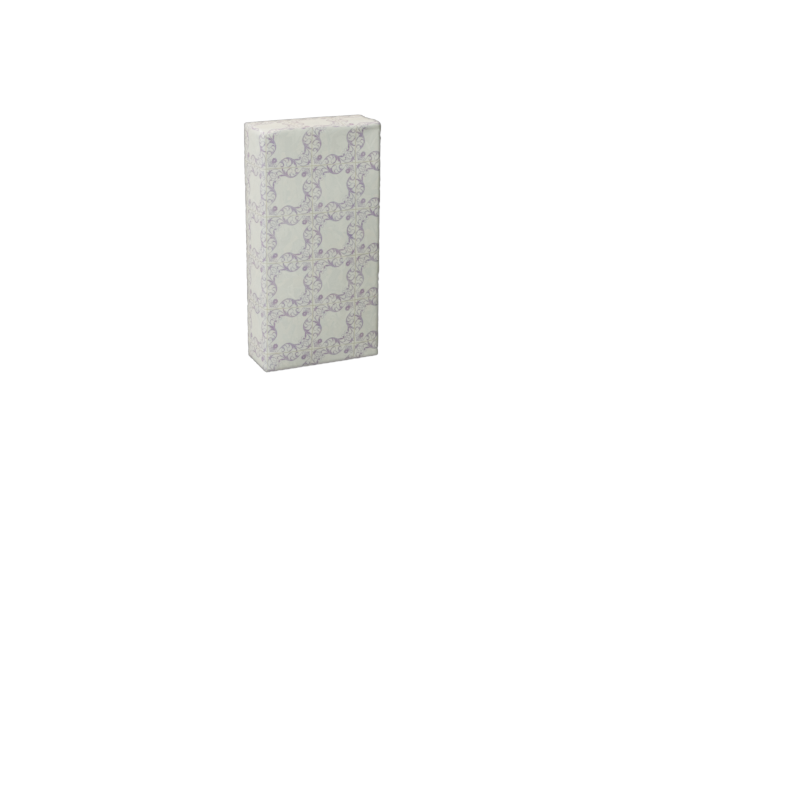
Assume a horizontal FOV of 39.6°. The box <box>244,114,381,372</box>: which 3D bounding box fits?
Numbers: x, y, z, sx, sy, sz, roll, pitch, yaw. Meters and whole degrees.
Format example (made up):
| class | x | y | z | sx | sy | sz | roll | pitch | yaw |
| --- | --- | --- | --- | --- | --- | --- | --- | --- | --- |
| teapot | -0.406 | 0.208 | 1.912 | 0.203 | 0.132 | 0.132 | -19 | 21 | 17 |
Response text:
| class | x | y | z | sx | sy | sz | roll | pitch | yaw |
| --- | --- | --- | --- | --- | --- | --- | --- | --- | --- |
| box | -0.063 | -0.114 | 0.801 | 0.091 | 0.169 | 0.051 | -8 | 21 | -23 |
